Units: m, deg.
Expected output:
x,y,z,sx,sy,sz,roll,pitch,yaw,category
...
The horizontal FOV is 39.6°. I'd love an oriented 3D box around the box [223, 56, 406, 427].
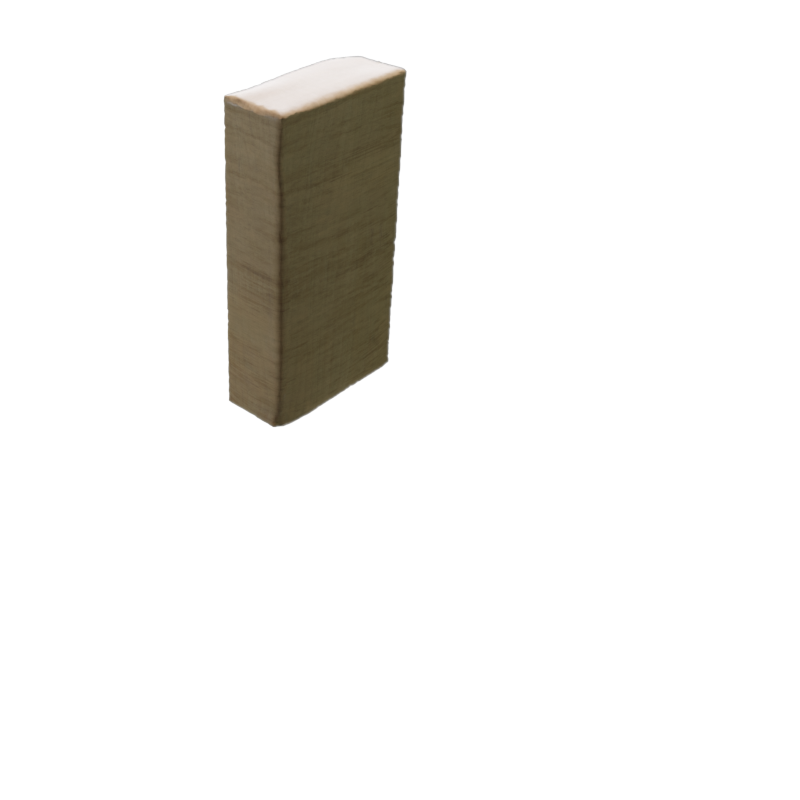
x,y,z,sx,sy,sz,roll,pitch,yaw,category
-0.045,-0.082,0.571,0.051,0.166,0.093,23,35,33,box
